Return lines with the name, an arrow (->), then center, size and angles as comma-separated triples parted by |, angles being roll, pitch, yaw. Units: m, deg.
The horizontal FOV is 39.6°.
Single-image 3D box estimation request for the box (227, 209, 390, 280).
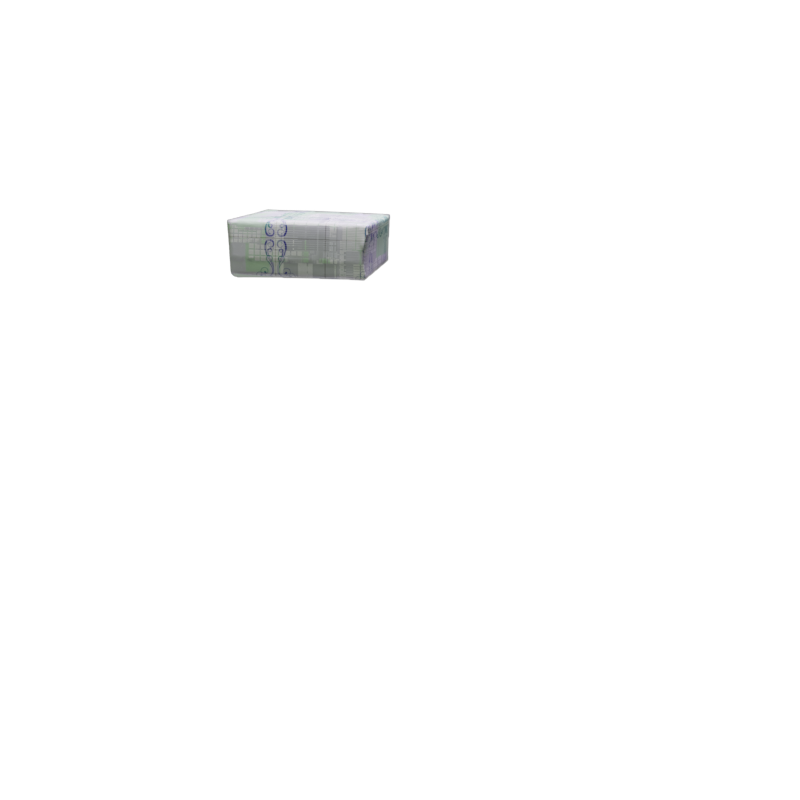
box -> -0.057, -0.104, 0.730 | 0.091, 0.038, 0.115 | 2, 14, 8
